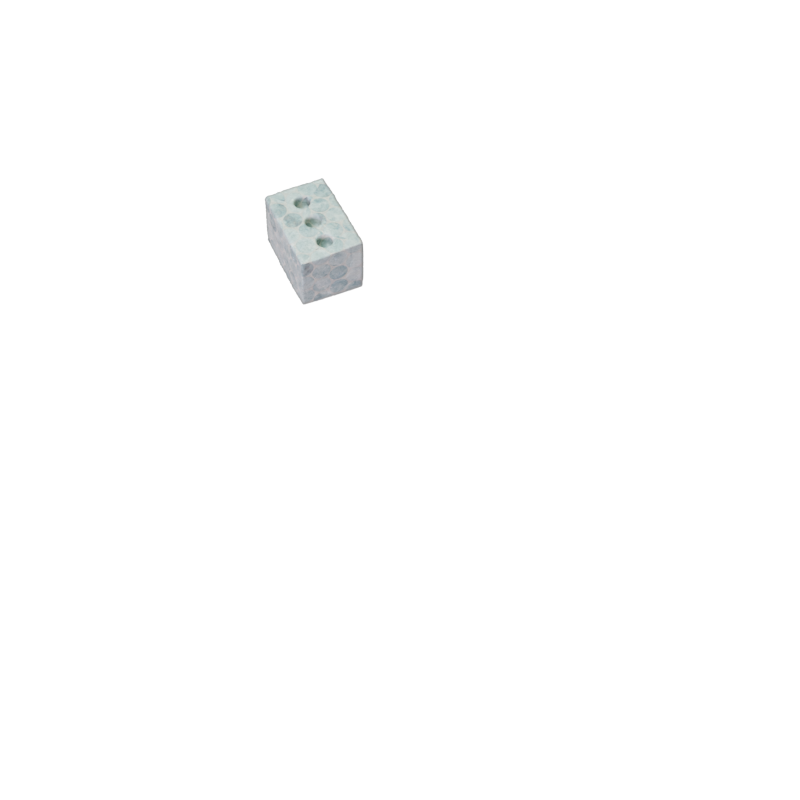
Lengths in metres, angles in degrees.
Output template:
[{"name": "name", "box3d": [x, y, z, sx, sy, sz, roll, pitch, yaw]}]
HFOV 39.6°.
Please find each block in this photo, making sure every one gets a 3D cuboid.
[{"name": "block", "box3d": [-0.068, -0.125, 0.873, 0.052, 0.084, 0.048, -20, -35, -16]}]
